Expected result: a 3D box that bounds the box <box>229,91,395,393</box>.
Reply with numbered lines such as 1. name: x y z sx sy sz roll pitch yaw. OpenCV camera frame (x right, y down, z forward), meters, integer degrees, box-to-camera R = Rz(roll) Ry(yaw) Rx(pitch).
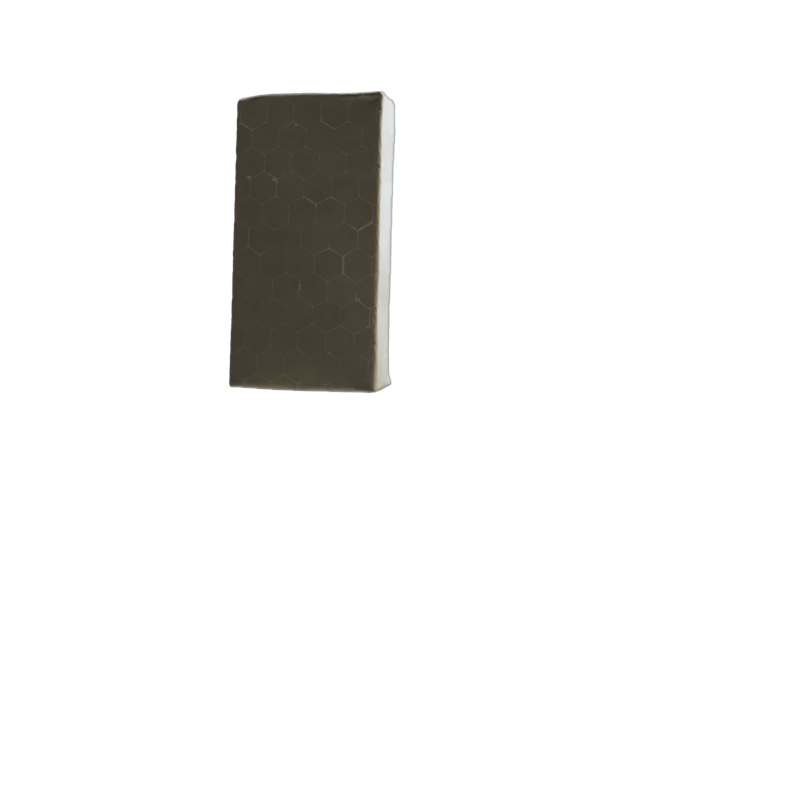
1. box: -0.052 -0.095 0.666 0.095 0.177 0.047 0 -1 15
